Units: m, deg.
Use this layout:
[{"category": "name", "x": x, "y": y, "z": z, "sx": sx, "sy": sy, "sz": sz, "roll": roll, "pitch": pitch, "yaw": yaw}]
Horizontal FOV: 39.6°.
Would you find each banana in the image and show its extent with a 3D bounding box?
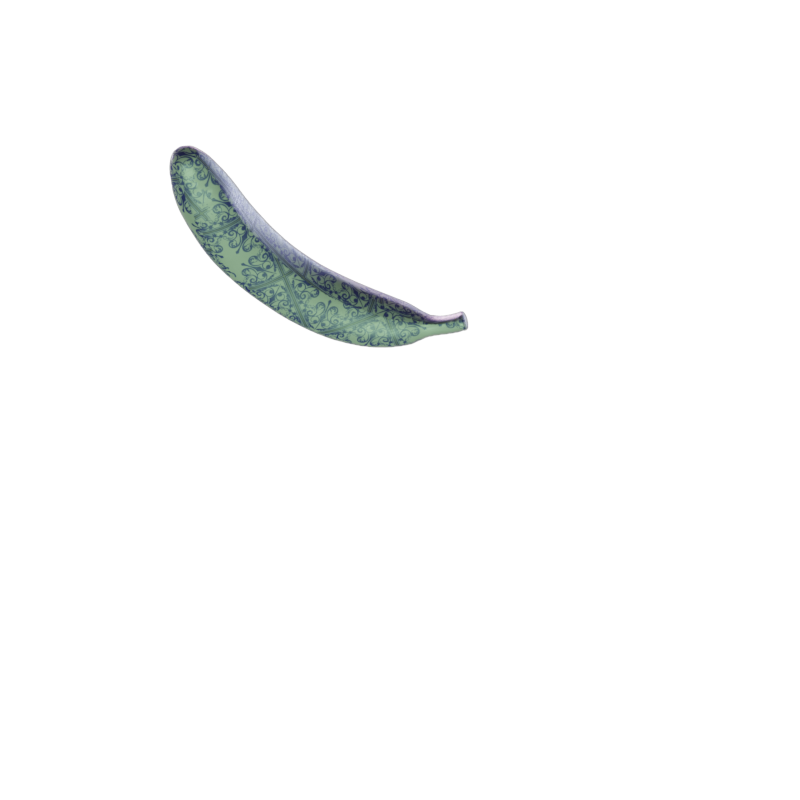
[{"category": "banana", "x": -0.057, "y": -0.076, "z": 0.621, "sx": 0.188, "sy": 0.039, "sz": 0.068, "roll": 28, "pitch": -52, "yaw": -25}]
